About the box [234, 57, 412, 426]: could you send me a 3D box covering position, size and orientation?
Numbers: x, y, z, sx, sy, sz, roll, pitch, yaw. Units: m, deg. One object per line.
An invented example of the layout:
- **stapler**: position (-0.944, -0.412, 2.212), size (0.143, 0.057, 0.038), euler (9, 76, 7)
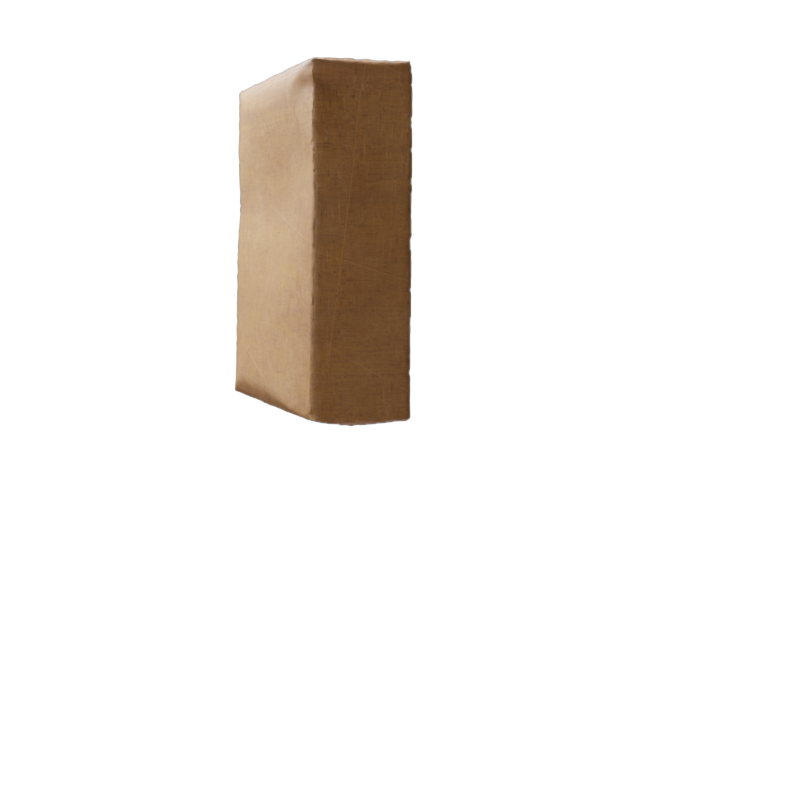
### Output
- **box**: position (-0.056, -0.102, 0.712), size (0.070, 0.213, 0.169), euler (0, 3, -23)
